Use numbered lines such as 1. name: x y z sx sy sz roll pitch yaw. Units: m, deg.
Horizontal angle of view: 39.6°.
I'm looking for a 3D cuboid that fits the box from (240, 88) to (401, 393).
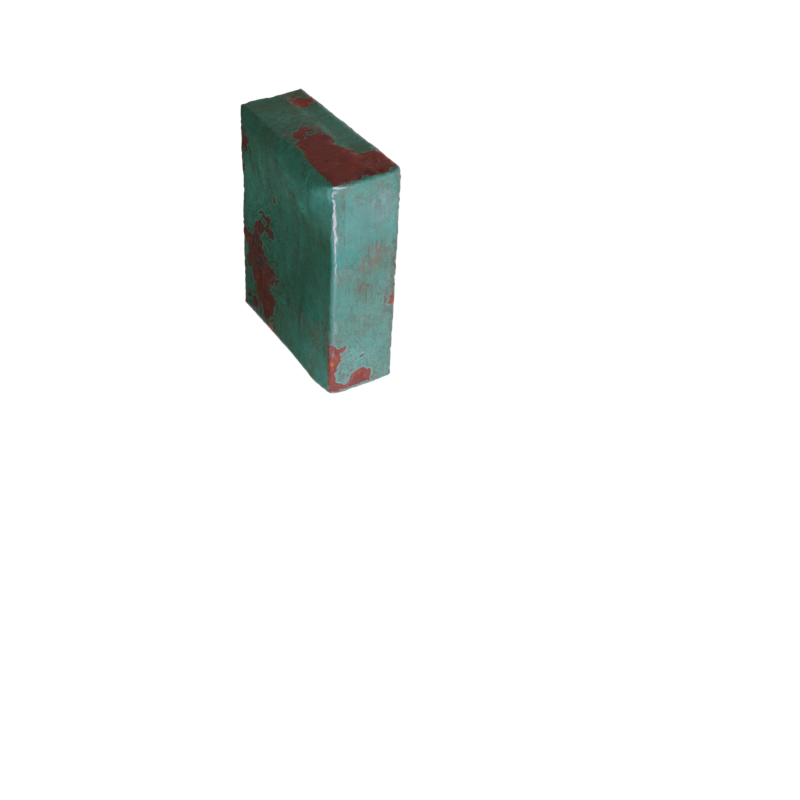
1. box: -0.076 -0.138 0.965 0.071 0.200 0.177 -18 42 -26
